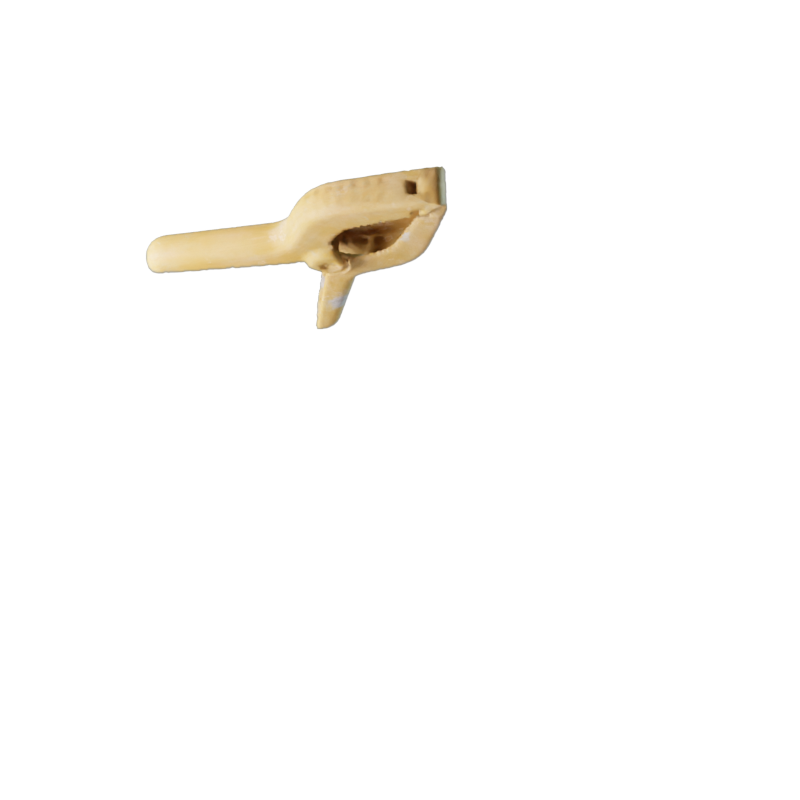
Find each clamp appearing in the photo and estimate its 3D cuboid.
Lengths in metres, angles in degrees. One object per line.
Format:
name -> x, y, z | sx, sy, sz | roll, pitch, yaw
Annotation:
clamp -> -0.057, -0.104, 0.726 | 0.156, 0.038, 0.210 | 14, -24, -34
